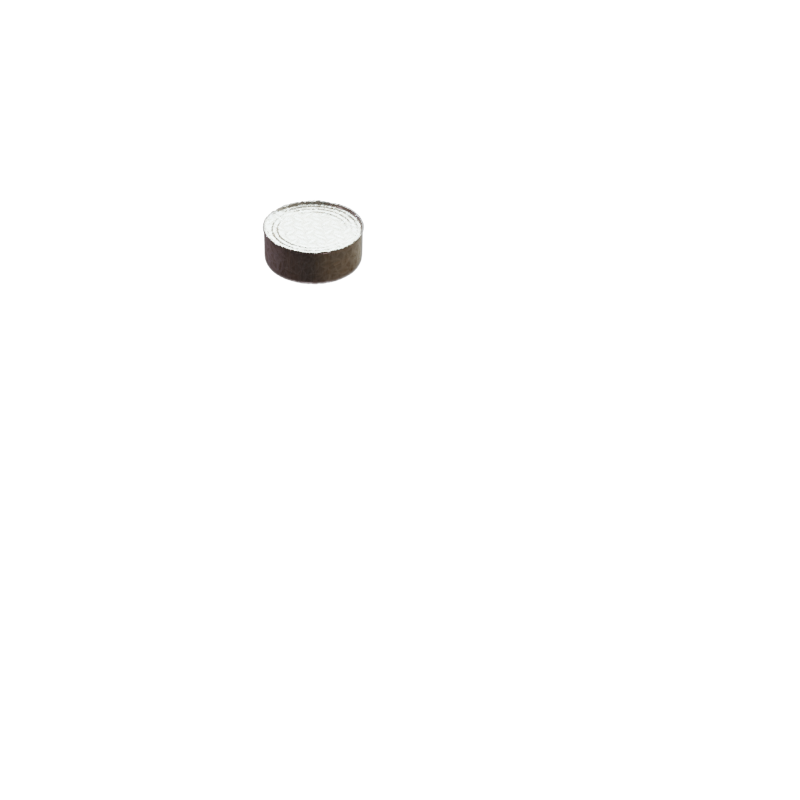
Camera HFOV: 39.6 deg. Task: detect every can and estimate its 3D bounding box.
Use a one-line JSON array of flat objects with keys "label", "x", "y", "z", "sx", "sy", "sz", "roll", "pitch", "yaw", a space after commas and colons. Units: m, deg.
[{"label": "can", "x": -0.075, "y": -0.136, "z": 0.952, "sx": 0.086, "sy": 0.031, "sz": 0.092, "roll": -1, "pitch": 37, "yaw": -2}]
